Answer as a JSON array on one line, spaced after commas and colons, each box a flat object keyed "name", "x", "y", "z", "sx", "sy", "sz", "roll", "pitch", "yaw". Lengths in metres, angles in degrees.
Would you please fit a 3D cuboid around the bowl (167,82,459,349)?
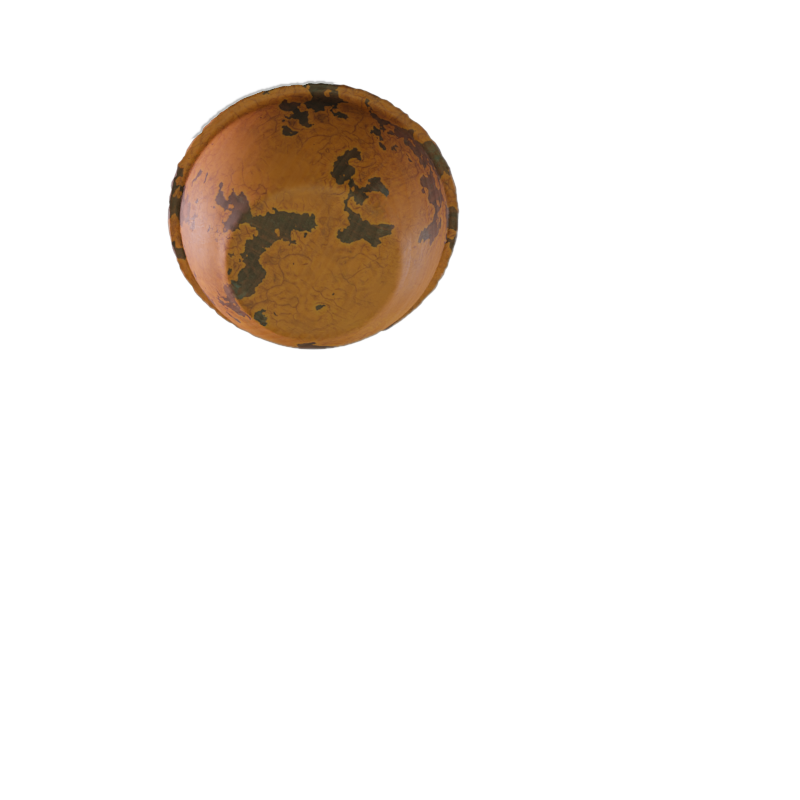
[{"name": "bowl", "x": -0.046, "y": -0.085, "z": 0.593, "sx": 0.162, "sy": 0.153, "sz": 0.058, "roll": 1, "pitch": 28, "yaw": -1}]
